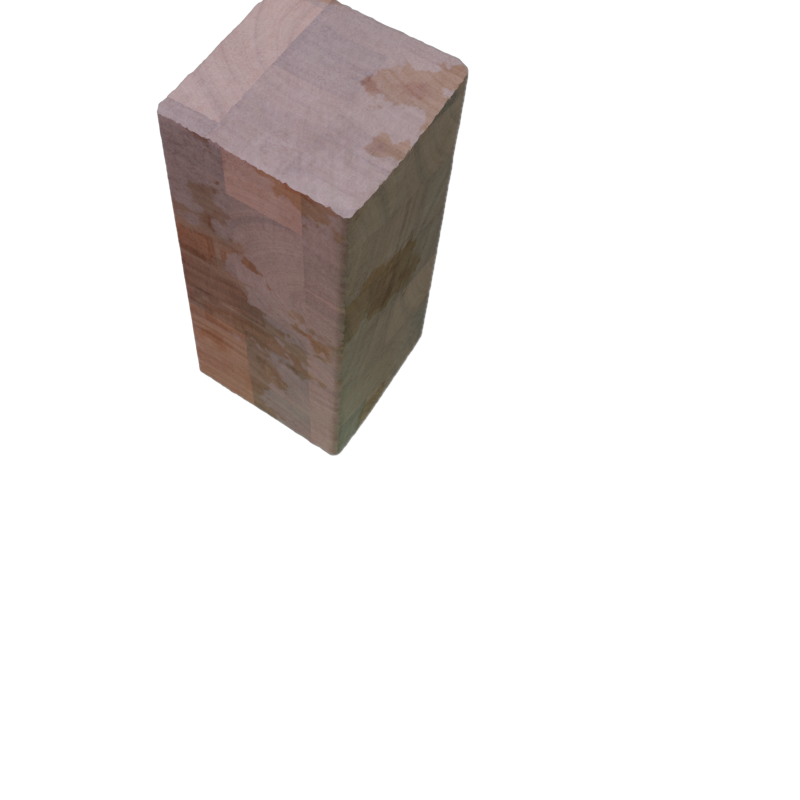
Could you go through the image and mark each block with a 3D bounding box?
[{"bbox_3d":[-0.039,-0.072,0.503,0.094,0.092,0.194,30,-27,13],"label":"block"}]
